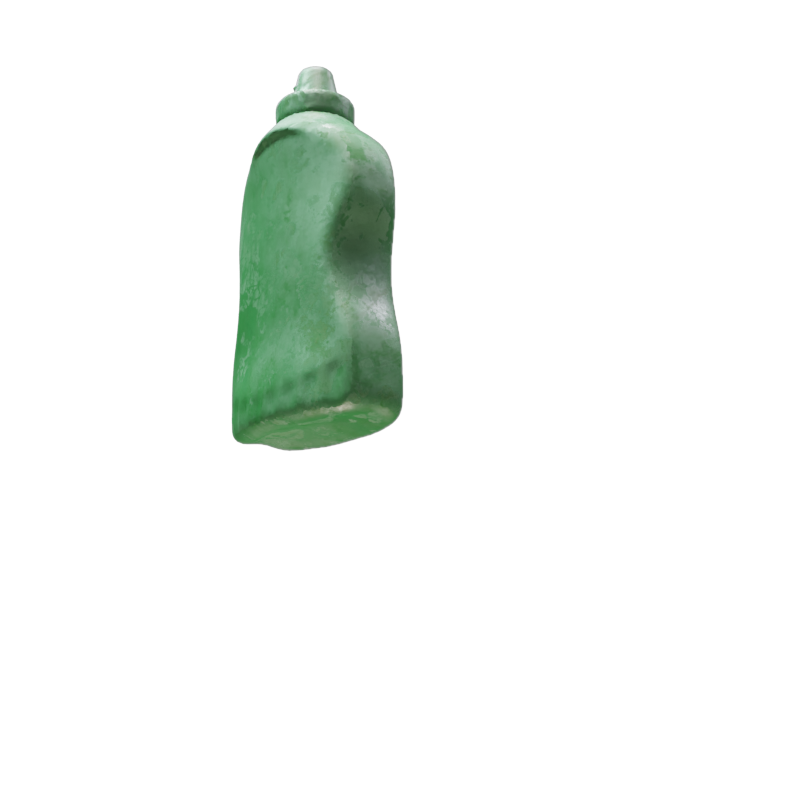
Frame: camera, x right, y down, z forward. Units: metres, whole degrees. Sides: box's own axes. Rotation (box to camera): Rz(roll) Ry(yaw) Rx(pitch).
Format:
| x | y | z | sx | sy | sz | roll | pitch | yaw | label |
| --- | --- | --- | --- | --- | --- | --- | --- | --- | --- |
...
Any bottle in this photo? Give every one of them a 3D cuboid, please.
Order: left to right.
| x | y | z | sx | sy | sz | roll | pitch | yaw | label |
| --- | --- | --- | --- | --- | --- | --- | --- | --- | --- |
| -0.042 | -0.078 | 0.545 | 0.055 | 0.201 | 0.096 | 14 | -26 | -35 | bottle |
